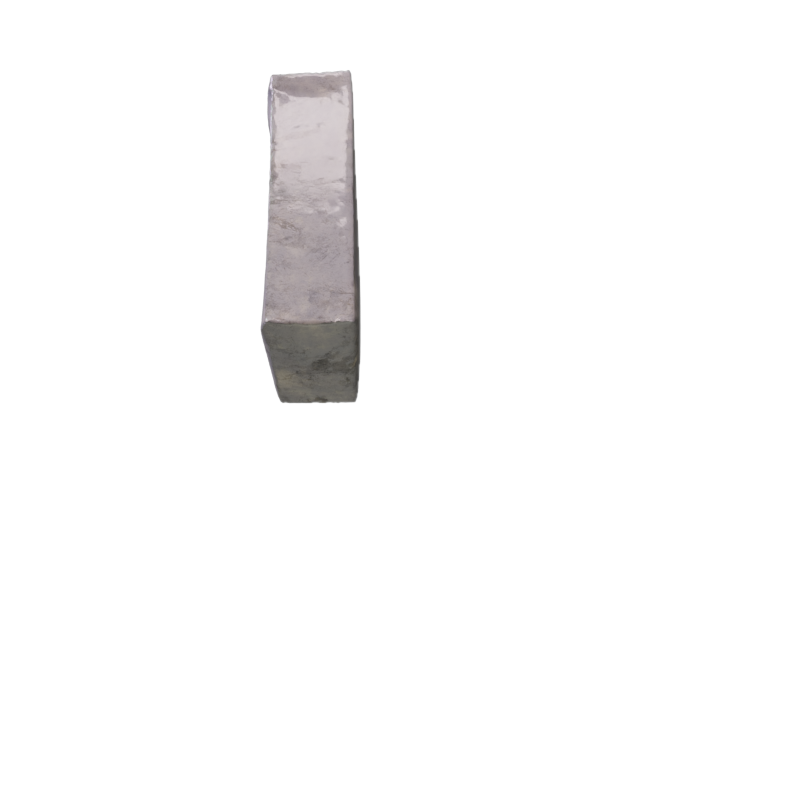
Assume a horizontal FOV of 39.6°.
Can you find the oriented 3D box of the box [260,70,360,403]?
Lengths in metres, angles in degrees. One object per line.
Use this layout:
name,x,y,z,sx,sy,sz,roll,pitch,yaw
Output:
box,-0.068,-0.124,0.871,0.072,0.226,0.155,-1,-24,-1
